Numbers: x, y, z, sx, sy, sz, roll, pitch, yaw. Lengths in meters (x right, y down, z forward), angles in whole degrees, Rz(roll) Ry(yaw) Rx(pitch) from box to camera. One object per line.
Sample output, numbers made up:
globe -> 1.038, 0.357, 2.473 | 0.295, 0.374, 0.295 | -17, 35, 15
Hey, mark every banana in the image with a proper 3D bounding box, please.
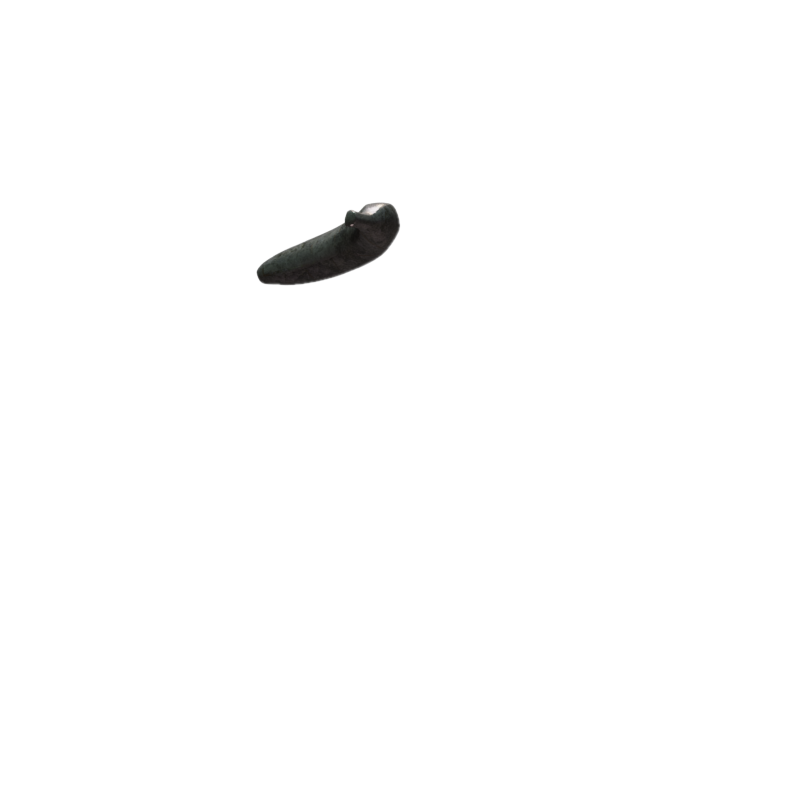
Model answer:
banana -> -0.051, -0.125, 0.886 | 0.067, 0.038, 0.198 | 5, -11, -26
